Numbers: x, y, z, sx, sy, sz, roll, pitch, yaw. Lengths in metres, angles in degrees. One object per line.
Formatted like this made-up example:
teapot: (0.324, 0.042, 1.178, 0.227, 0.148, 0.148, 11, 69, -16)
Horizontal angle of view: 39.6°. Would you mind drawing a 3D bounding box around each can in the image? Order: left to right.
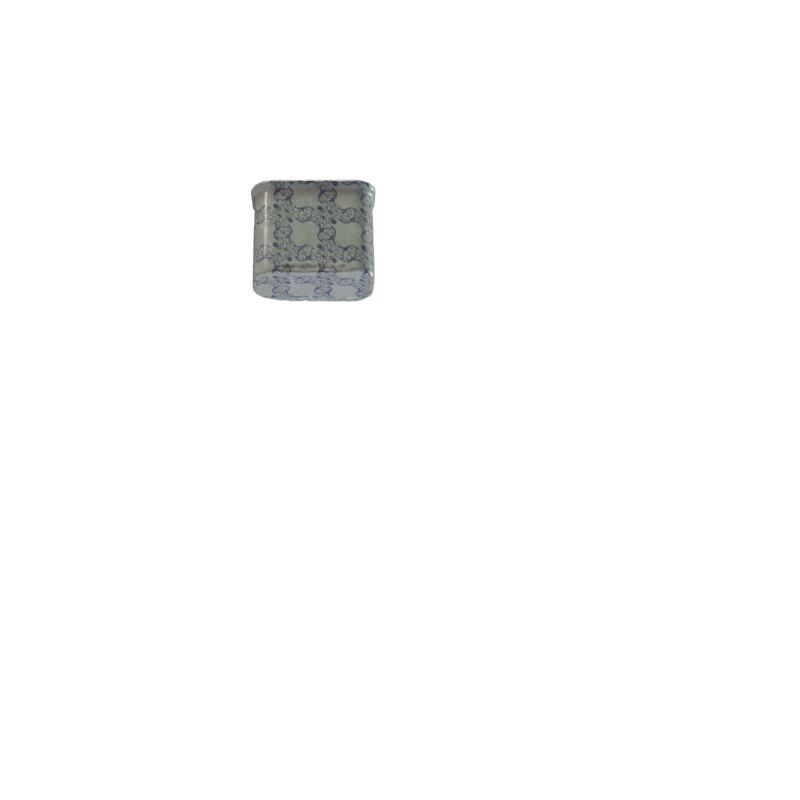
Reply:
can: (-0.070, -0.128, 0.893, 0.102, 0.089, 0.054, 0, -26, -2)
